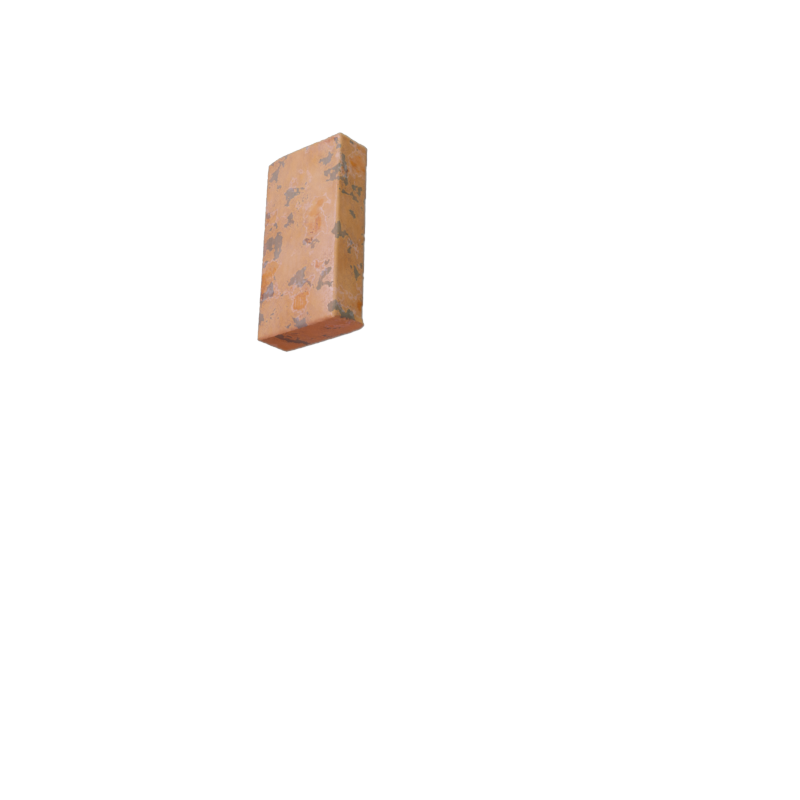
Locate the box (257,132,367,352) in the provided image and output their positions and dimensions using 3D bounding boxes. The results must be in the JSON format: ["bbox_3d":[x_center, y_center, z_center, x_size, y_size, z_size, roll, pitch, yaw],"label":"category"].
[{"bbox_3d":[-0.077,-0.139,0.973,0.094,0.186,0.045,-18,-28,36],"label":"box"}]
